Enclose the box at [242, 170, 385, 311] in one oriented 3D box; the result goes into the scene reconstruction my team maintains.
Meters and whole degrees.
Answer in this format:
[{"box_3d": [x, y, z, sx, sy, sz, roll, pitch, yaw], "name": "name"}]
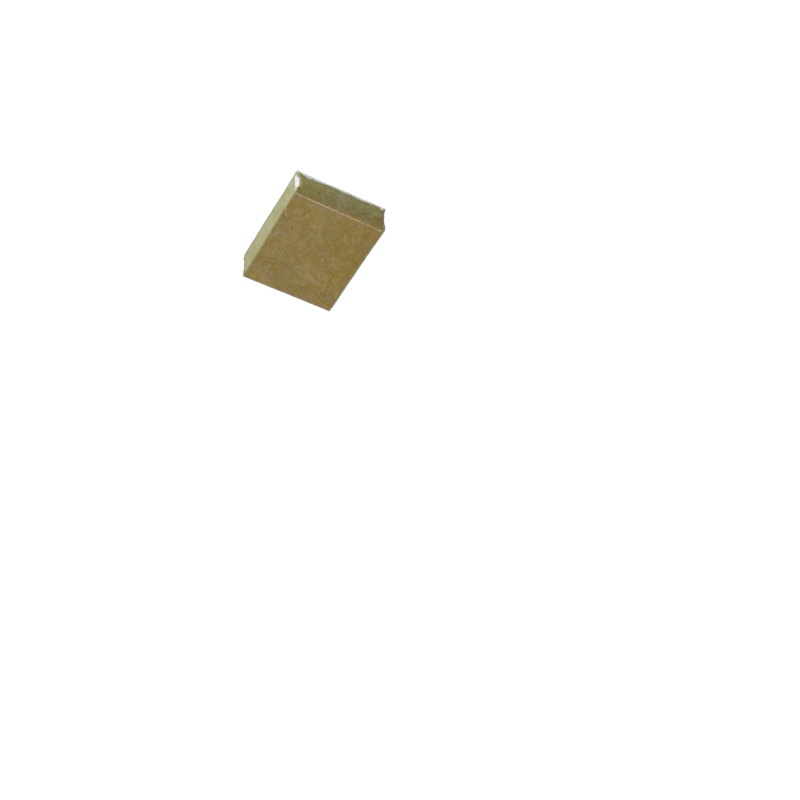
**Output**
[{"box_3d": [-0.063, -0.115, 0.803, 0.071, 0.086, 0.032, 23, 36, -19], "name": "box"}]
